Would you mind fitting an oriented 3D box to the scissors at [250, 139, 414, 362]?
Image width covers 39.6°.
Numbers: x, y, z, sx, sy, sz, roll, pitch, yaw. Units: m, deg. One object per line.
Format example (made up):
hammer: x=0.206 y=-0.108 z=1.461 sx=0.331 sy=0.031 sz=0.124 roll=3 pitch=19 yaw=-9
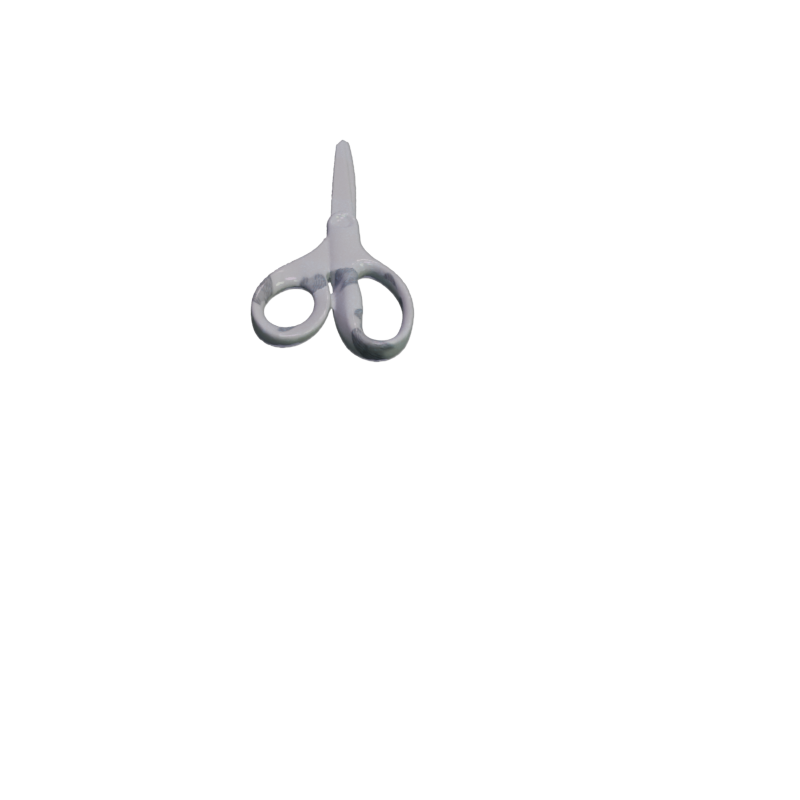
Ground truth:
scissors: x=-0.051 y=-0.092 z=0.646 sx=0.095 sy=0.015 sz=0.218 roll=-11 pitch=43 yaw=-12
